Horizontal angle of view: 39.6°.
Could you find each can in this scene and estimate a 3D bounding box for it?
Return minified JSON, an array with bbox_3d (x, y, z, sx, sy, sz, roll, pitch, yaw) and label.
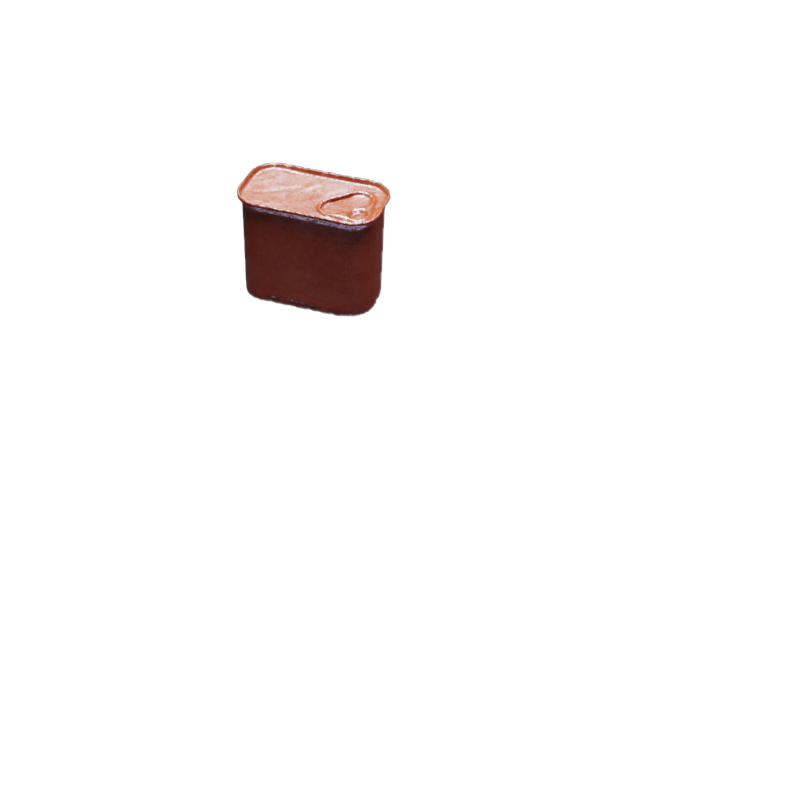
[{"bbox_3d":[-0.061,-0.111,0.776,0.105,0.078,0.060,13,40,14],"label":"can"}]
